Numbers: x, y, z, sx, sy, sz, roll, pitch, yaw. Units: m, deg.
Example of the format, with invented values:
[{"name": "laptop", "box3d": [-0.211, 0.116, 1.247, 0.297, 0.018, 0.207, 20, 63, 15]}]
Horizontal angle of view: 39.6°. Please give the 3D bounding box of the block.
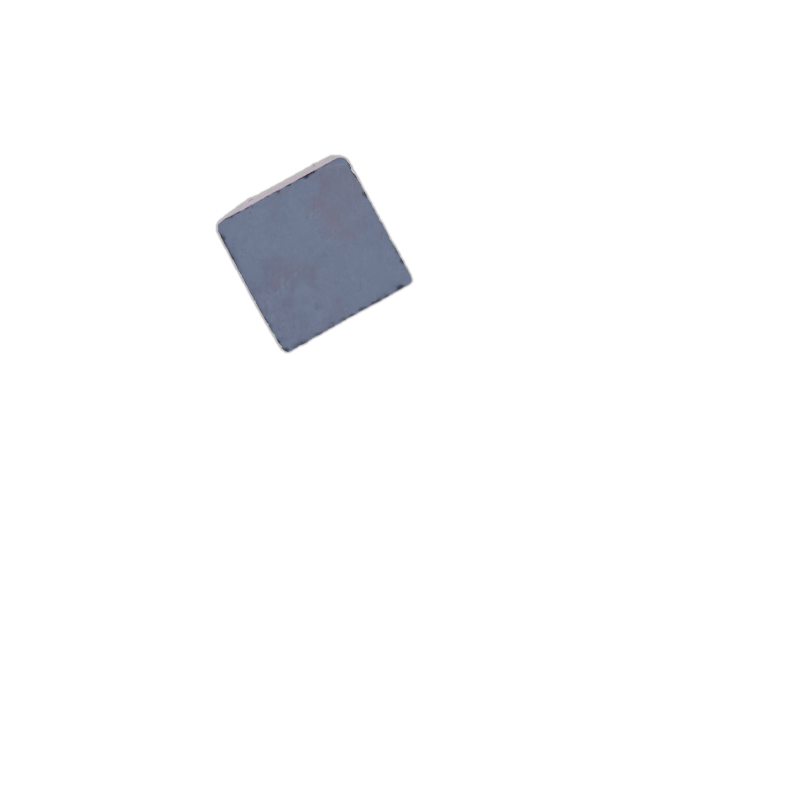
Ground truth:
[{"name": "block", "box3d": [-0.060, -0.109, 0.759, 0.091, 0.088, 0.211, -28, 12, 2]}]
